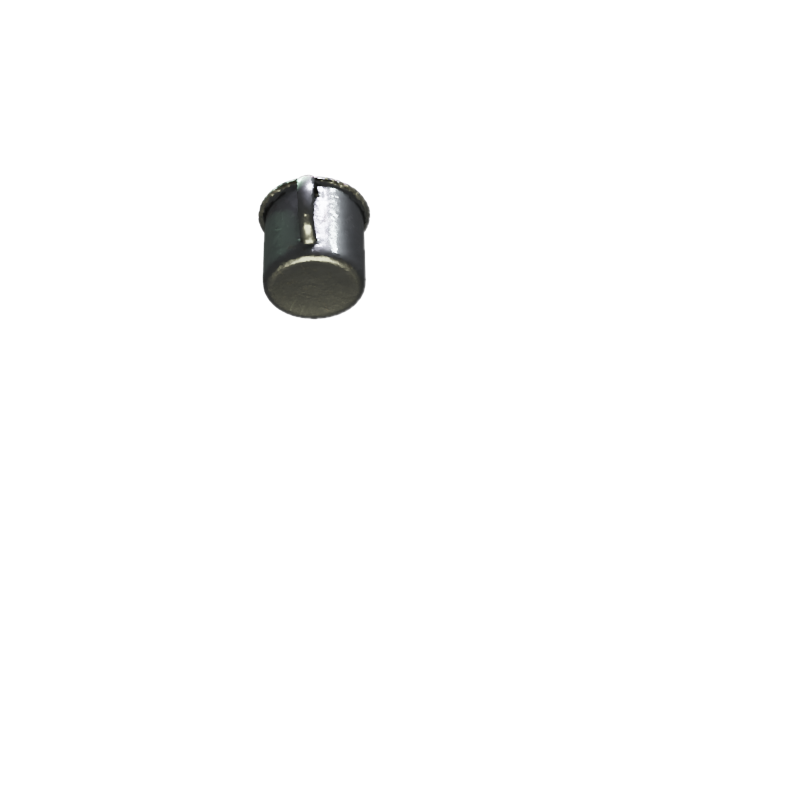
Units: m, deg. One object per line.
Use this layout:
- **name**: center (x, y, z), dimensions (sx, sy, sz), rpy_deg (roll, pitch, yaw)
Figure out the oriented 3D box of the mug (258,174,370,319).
- **mug**: center (-0.070, -0.127, 0.888), dimensions (0.093, 0.087, 0.109), rpy_deg (-2, -38, 0)
